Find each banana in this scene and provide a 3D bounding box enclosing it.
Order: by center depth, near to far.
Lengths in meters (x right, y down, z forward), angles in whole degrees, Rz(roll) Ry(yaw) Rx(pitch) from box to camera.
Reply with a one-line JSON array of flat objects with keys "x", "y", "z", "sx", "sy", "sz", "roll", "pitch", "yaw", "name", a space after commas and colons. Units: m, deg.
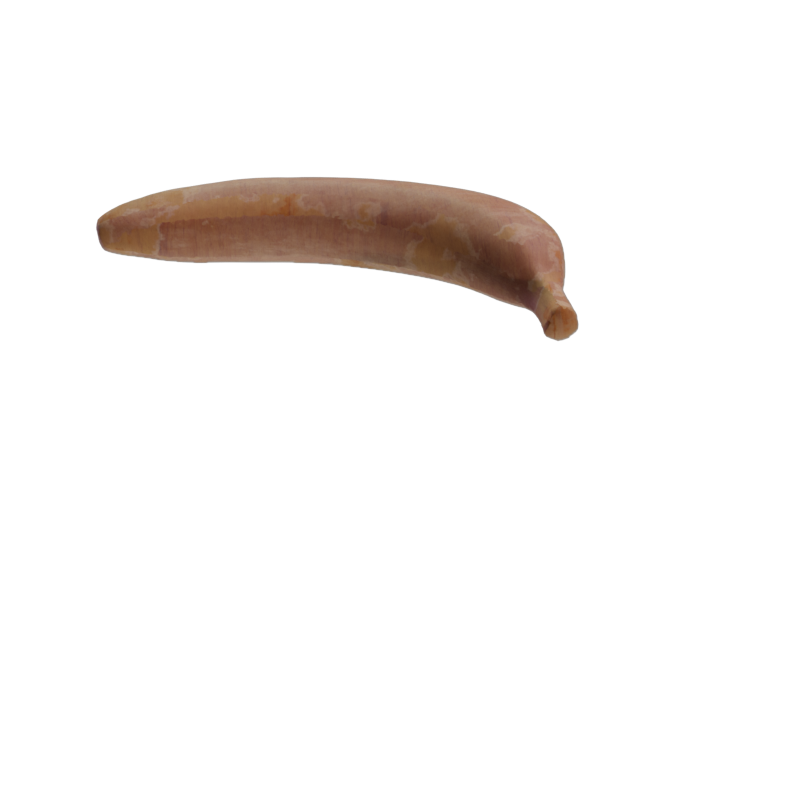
[{"x": -0.021, "y": -0.064, "z": 0.423, "sx": 0.206, "sy": 0.035, "sz": 0.069, "roll": 11, "pitch": 23, "yaw": 27, "name": "banana"}]
